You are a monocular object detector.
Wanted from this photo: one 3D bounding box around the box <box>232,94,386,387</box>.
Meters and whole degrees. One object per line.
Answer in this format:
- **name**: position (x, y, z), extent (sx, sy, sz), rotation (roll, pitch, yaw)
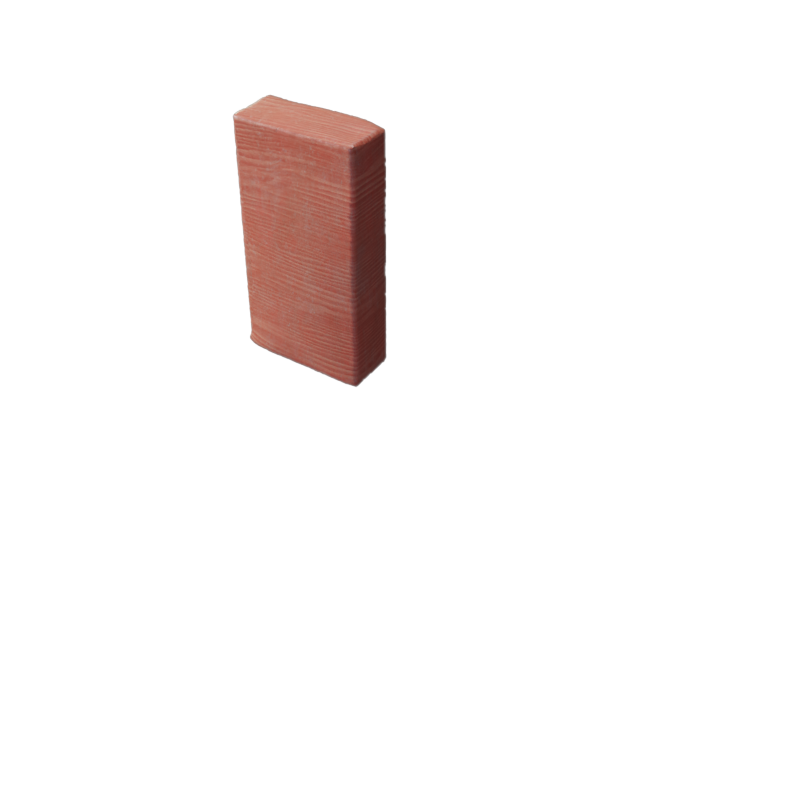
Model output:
- **box**: position (-0.056, -0.103, 0.720), extent (0.098, 0.166, 0.048), rotation (22, 37, 28)
